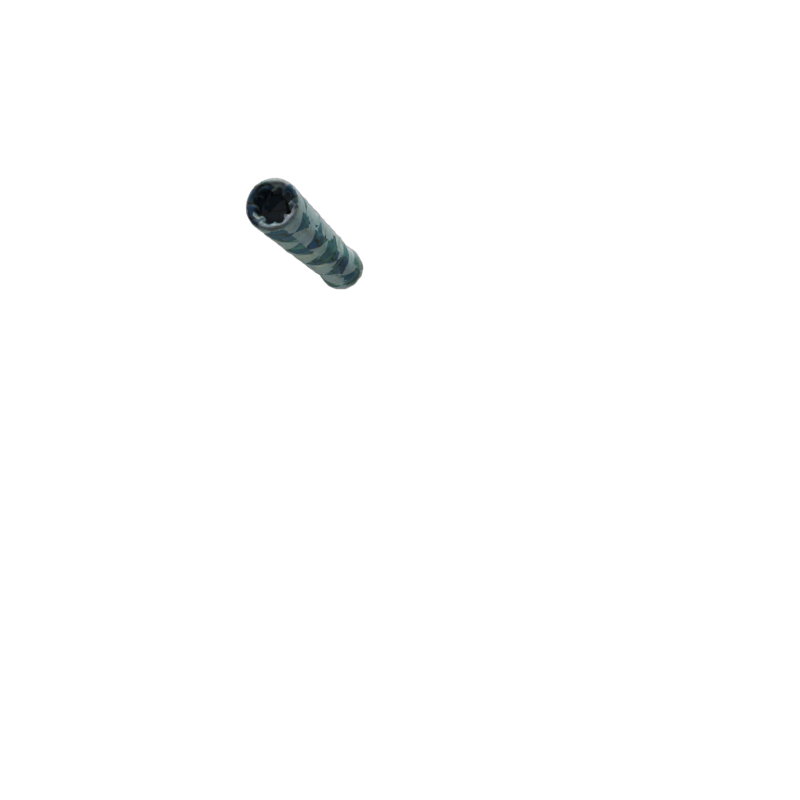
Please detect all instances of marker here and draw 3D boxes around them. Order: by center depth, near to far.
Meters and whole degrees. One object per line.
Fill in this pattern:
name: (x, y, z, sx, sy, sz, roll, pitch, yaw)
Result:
marker: (-0.033, -0.061, 0.424, 0.020, 0.020, 0.117, 1, -4, 9)
